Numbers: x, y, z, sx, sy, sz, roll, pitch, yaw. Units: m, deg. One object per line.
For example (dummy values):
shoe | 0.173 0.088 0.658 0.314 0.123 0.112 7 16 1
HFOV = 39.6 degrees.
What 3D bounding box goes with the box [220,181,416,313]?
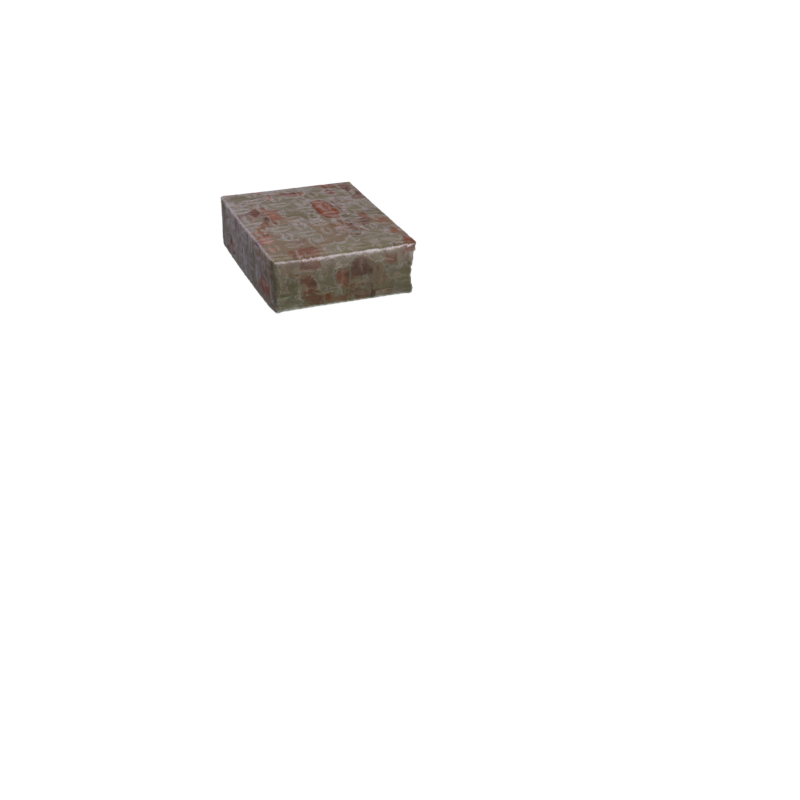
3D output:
box | -0.054 -0.097 0.683 0.088 0.037 0.122 -11 33 -19
